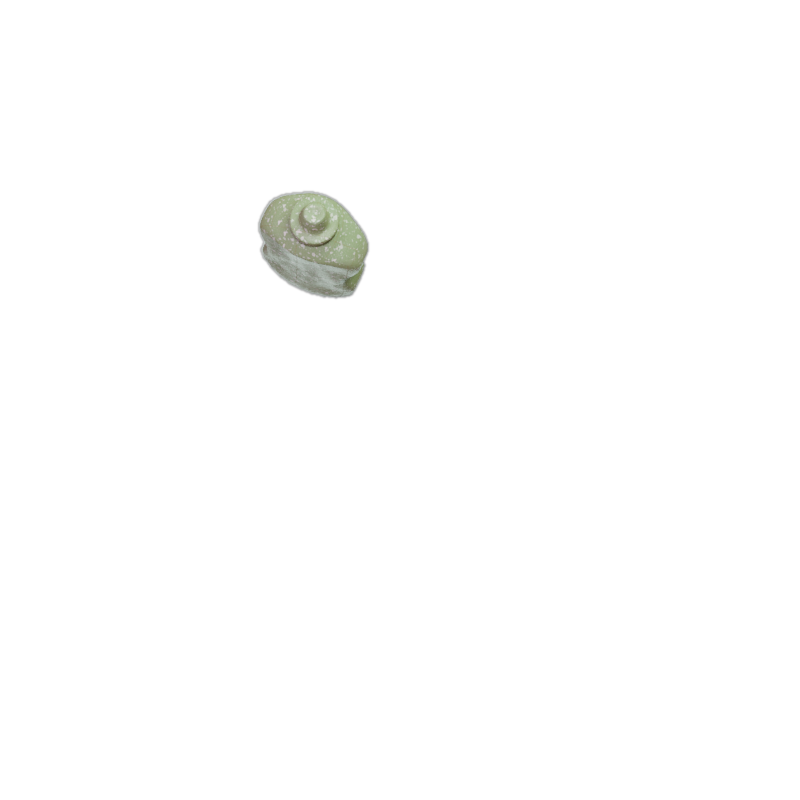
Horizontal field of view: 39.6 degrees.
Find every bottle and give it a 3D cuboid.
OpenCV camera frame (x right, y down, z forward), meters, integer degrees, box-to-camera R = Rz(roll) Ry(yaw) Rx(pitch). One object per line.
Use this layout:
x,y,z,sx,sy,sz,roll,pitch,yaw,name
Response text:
-0.076,-0.139,0.971,0.097,0.059,0.188,27,-7,0,bottle
